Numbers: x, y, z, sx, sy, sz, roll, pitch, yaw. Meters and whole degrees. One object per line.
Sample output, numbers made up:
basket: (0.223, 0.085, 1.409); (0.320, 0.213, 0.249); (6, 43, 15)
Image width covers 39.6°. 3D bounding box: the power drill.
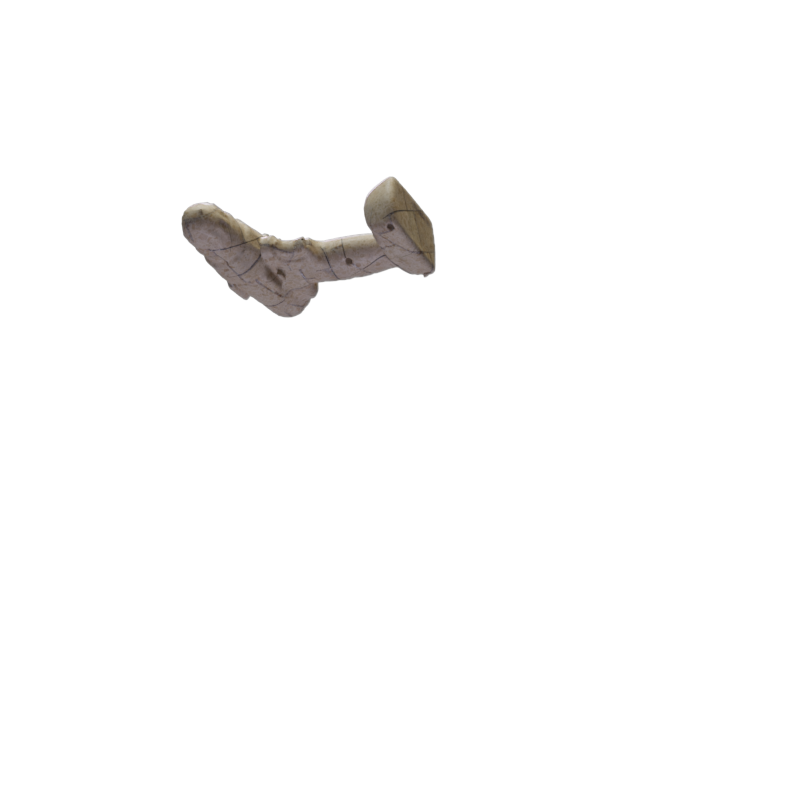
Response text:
power drill: (-0.076, -0.139, 0.975); (0.191, 0.061, 0.172); (-10, -23, 24)
